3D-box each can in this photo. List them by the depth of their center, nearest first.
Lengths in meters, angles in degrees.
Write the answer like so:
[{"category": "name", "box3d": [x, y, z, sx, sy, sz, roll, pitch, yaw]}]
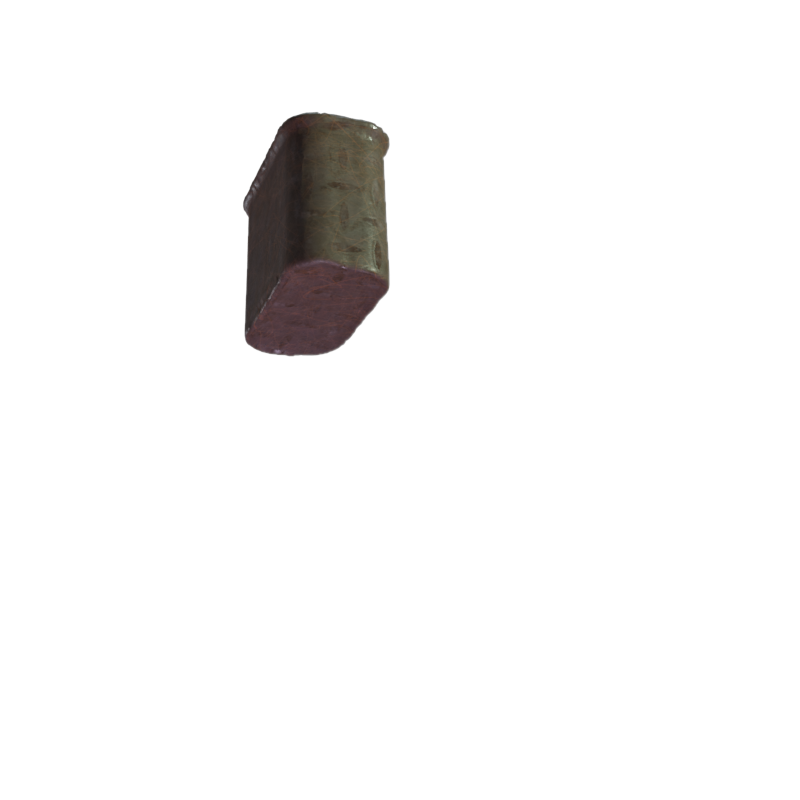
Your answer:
[{"category": "can", "box3d": [-0.043, -0.079, 0.554, 0.056, 0.089, 0.099, 9, -29, -20]}]
